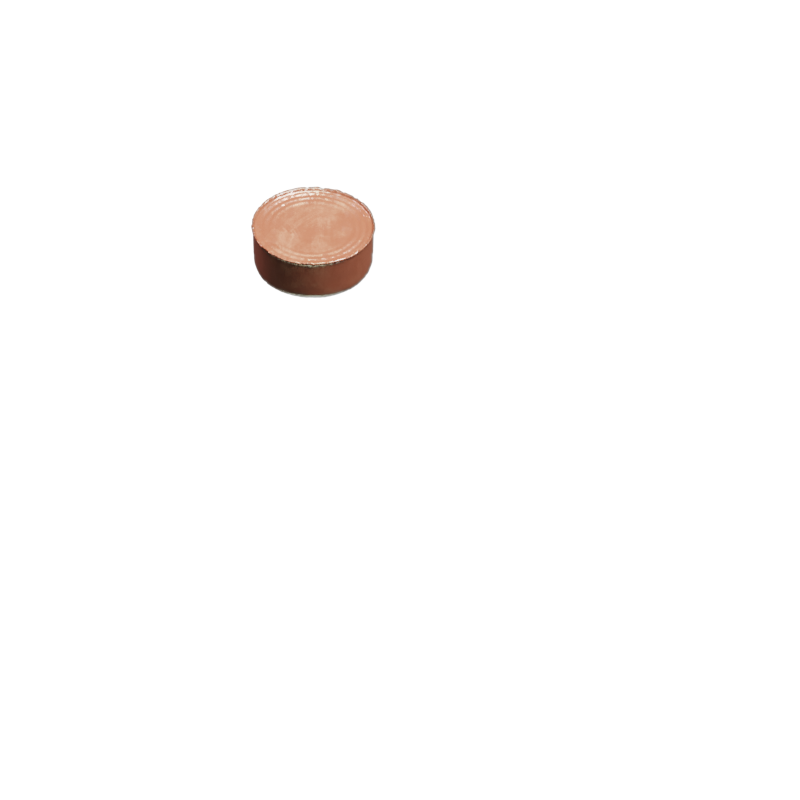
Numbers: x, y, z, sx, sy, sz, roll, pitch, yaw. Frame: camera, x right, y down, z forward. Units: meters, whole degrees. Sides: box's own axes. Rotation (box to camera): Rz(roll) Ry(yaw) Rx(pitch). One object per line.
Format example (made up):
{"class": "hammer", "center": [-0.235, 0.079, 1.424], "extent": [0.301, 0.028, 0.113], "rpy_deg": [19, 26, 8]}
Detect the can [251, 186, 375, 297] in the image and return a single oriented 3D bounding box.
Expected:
{"class": "can", "center": [-0.061, -0.111, 0.778], "extent": [0.086, 0.031, 0.092], "rpy_deg": [-1, 44, -1]}
